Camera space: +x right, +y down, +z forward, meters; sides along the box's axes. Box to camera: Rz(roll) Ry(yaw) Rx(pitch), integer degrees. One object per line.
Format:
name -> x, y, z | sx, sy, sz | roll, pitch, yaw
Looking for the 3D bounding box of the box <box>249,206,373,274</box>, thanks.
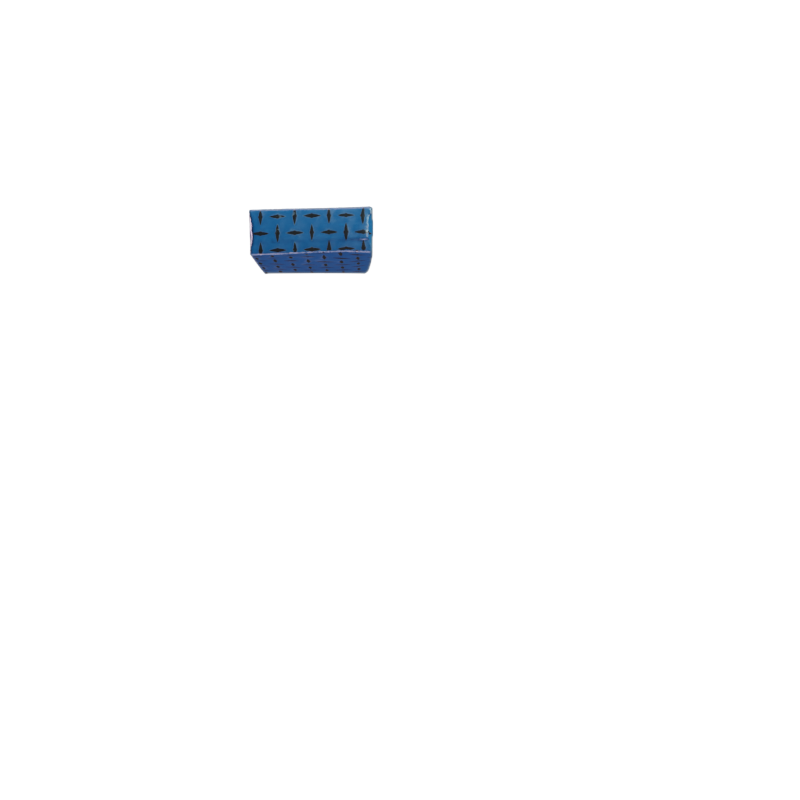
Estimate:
box -> -0.066, -0.121, 0.848 | 0.090, 0.040, 0.112 | 0, -3, -1
